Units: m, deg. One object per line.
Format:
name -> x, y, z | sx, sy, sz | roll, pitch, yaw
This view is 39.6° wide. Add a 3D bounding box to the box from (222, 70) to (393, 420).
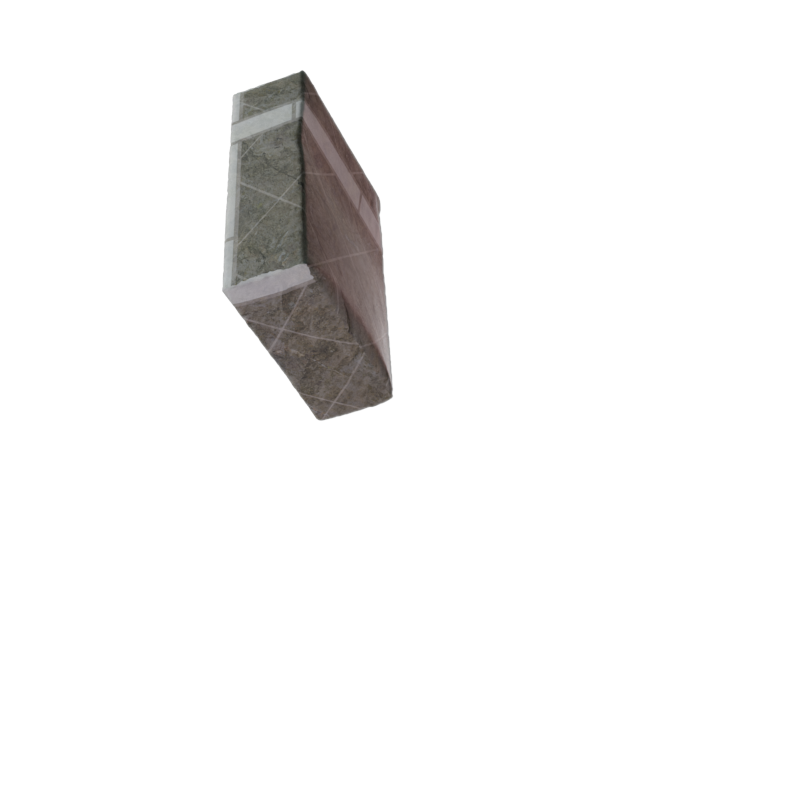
box -> -0.066, -0.120, 0.843 | 0.072, 0.230, 0.151 | -17, -43, 15
